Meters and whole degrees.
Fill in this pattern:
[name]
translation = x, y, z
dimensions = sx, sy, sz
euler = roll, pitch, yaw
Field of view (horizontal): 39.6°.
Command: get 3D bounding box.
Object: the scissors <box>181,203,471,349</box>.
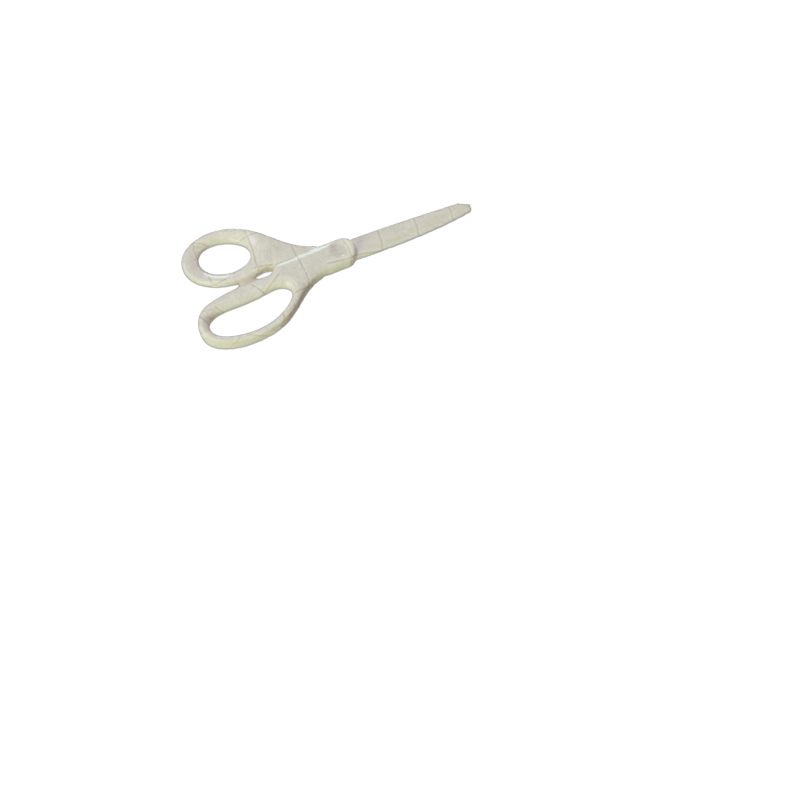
[scissors]
translation = -0.057, -0.105, 0.734
dimensions = 0.203, 0.102, 0.015
euler = -37, -27, -22
